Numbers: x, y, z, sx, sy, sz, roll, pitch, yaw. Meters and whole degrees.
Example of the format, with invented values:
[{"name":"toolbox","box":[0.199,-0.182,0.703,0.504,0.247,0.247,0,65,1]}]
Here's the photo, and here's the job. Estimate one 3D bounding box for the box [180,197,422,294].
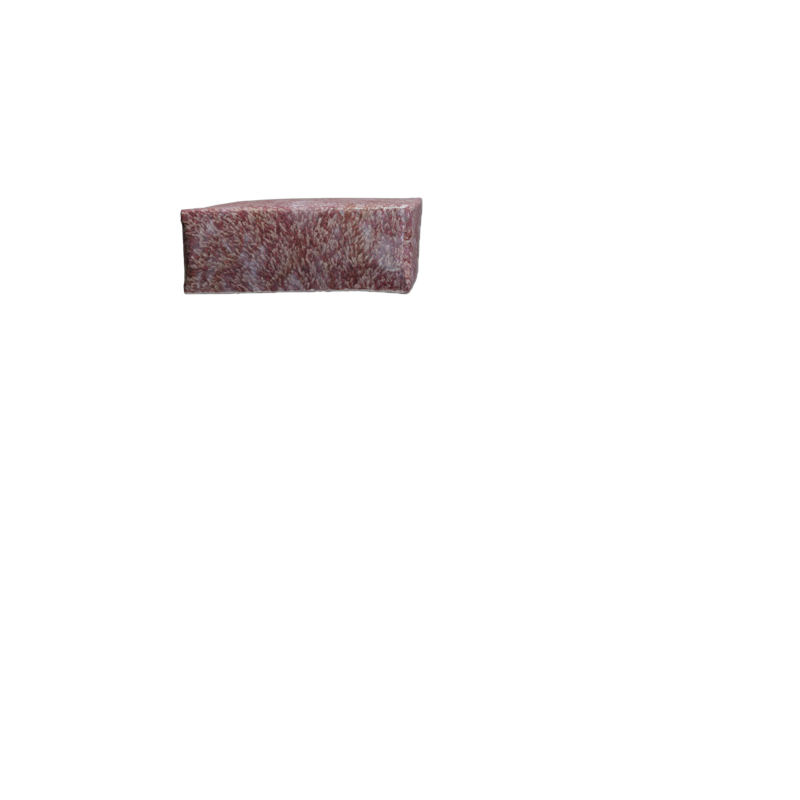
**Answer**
[{"name":"box","box":[-0.037,-0.068,0.475,0.091,0.038,0.114,1,9,5]}]
